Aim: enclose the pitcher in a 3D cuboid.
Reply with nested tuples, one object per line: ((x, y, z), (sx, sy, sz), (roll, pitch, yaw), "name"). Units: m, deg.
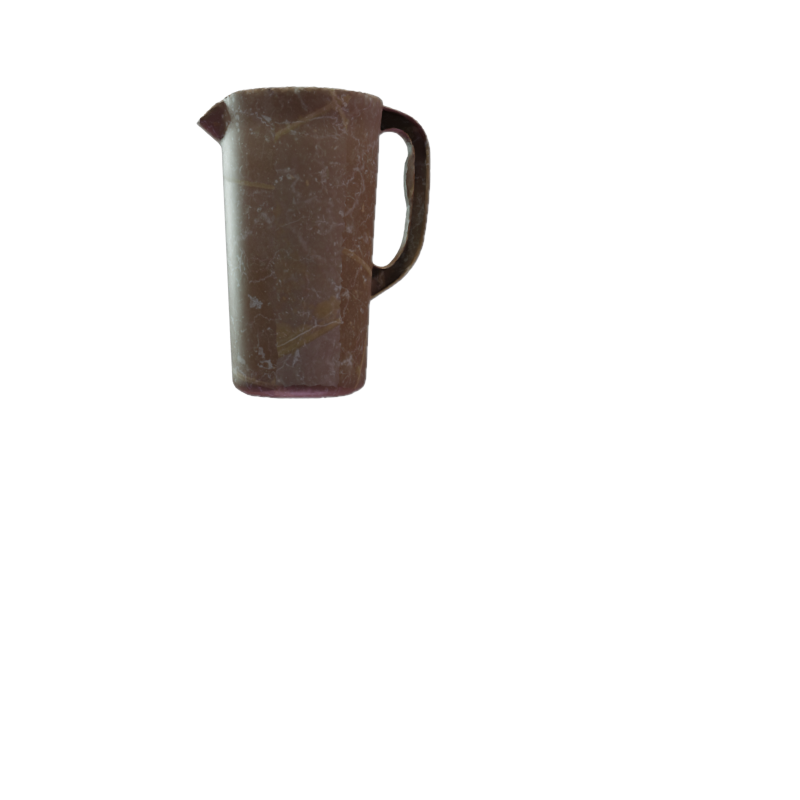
((-0.070, -0.128, 0.894), (0.155, 0.244, 0.140), (0, 1, 35), "pitcher")
